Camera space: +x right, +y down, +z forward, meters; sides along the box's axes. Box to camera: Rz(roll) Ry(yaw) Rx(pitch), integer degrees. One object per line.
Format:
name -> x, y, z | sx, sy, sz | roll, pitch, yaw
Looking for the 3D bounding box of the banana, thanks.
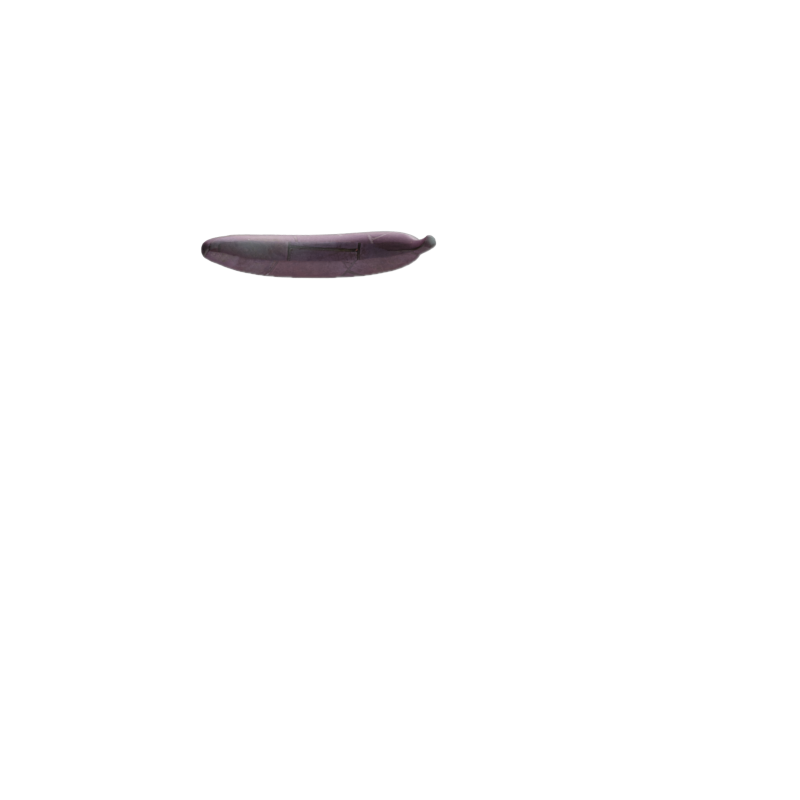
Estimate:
banana -> -0.068, -0.128, 0.950 | 0.199, 0.039, 0.066 | -2, -18, 7
